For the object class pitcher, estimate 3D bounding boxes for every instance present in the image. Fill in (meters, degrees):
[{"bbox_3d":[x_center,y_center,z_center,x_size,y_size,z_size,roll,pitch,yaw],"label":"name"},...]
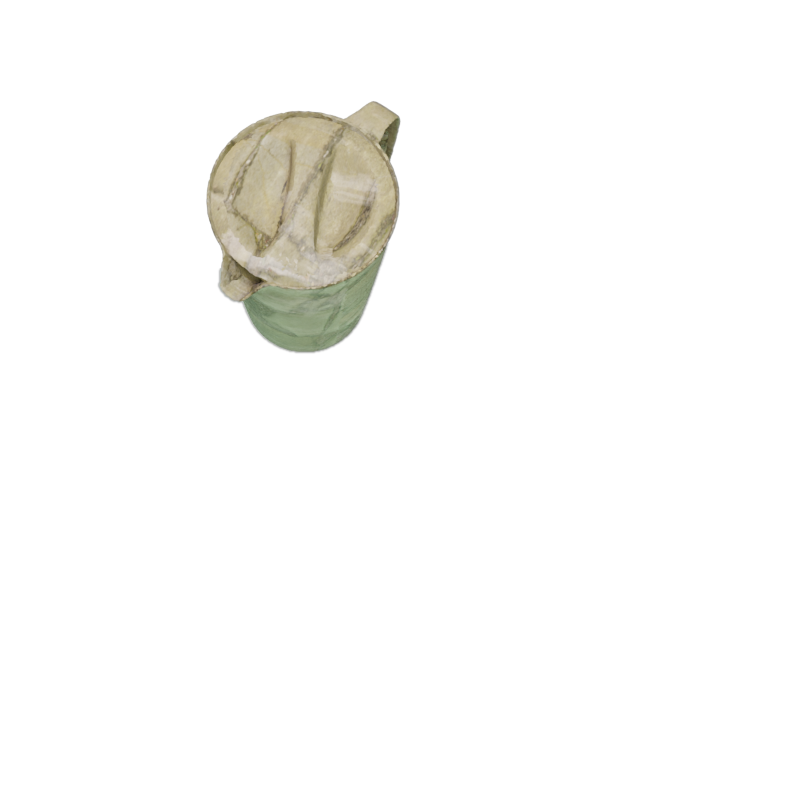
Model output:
[{"bbox_3d":[-0.068,-0.124,0.872,0.148,0.151,0.234,-8,-13,-5],"label":"pitcher"}]
